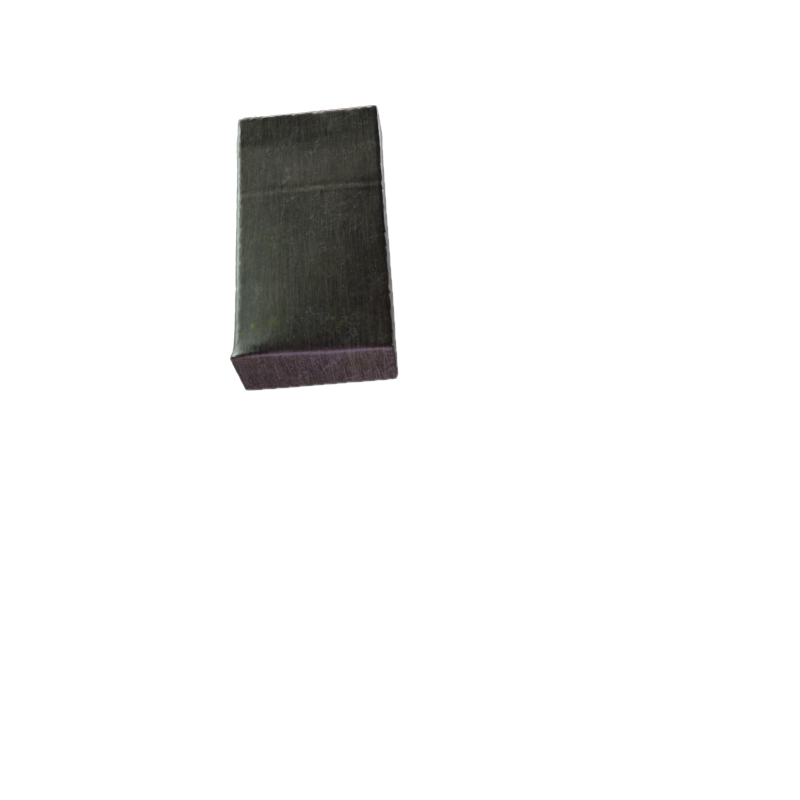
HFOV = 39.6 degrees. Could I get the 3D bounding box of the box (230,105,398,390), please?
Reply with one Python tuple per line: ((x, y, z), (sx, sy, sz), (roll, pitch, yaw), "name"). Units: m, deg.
((-0.053, -0.096, 0.674), (0.094, 0.188, 0.045), (-5, -33, 5), "box")
